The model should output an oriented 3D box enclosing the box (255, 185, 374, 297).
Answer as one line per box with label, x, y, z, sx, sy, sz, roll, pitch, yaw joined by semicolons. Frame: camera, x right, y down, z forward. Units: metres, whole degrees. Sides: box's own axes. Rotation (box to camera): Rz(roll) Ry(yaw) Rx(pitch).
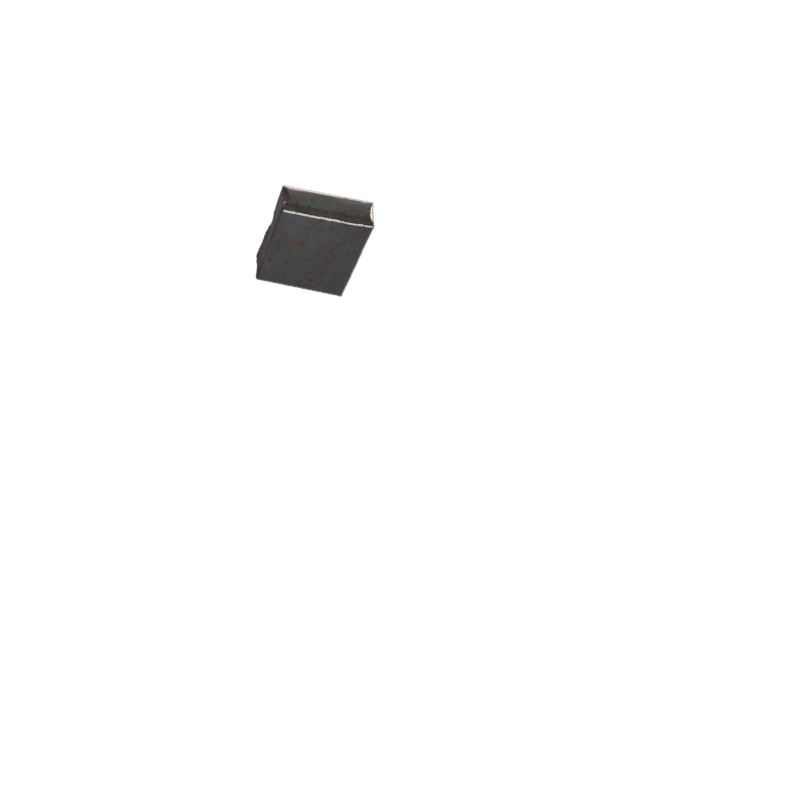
box;-0.068;-0.124;0.869;0.071;0.032;0.085;11;-39;-14
